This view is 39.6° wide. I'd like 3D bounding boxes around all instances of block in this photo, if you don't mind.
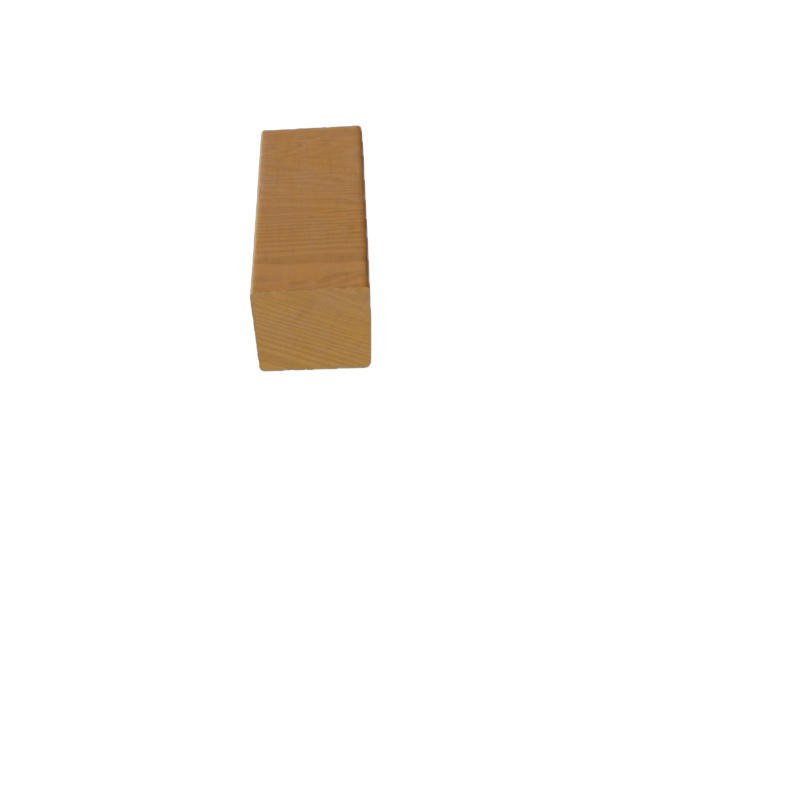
[{"bbox_3d":[-0.072,-0.131,0.921,0.091,0.221,0.084,-3,-44,-1],"label":"block"}]
